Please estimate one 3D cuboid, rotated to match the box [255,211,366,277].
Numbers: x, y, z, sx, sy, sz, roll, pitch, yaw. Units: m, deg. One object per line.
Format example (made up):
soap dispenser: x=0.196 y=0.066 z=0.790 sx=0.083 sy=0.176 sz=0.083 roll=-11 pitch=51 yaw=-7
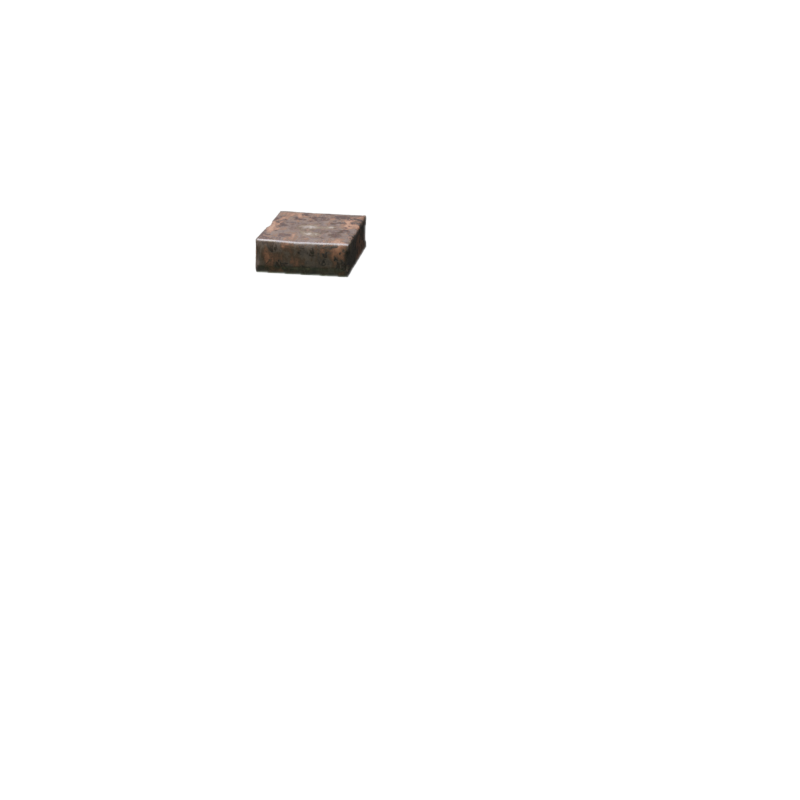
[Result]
box: x=-0.069 y=-0.125 z=0.877 sx=0.074 sy=0.029 sz=0.092 roll=4 pitch=24 yaw=9
